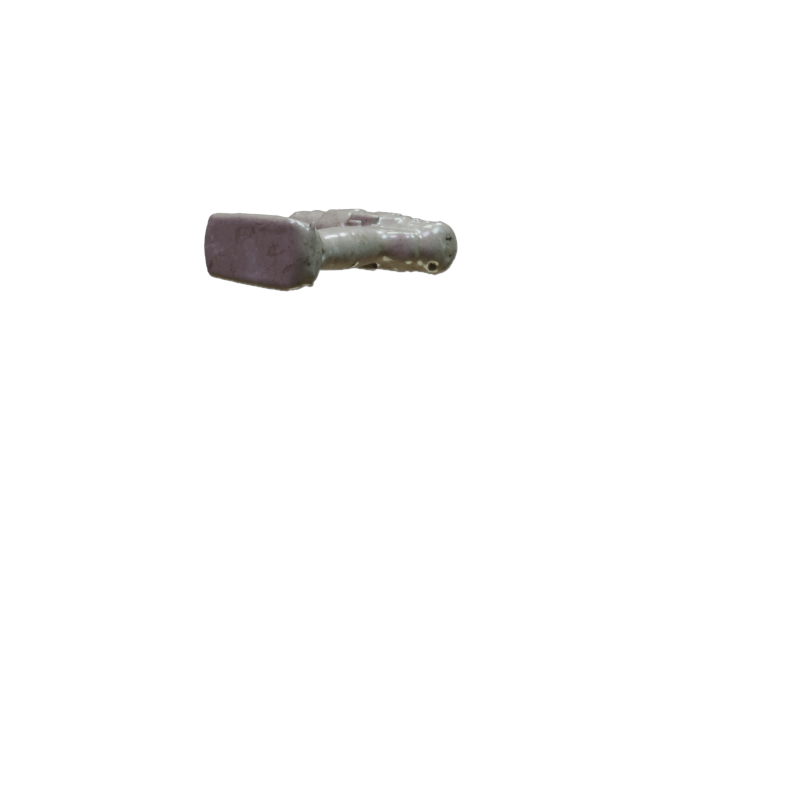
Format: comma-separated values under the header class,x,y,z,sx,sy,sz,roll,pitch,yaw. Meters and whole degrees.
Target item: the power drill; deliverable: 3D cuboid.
class,x,y,z,sx,sy,sz,roll,pitch,yaw
power drill,-0.073,-0.133,0.931,0.193,0.056,0.183,10,16,37
